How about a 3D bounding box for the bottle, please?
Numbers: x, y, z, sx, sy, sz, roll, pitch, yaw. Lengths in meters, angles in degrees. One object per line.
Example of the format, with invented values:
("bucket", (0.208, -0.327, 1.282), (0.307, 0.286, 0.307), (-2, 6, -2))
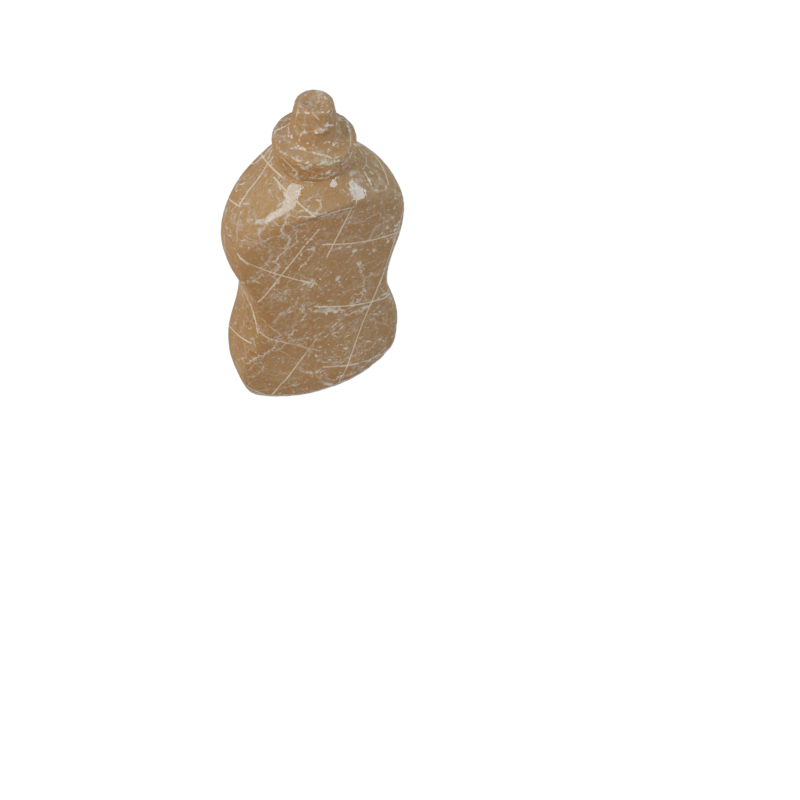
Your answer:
("bottle", (-0.045, -0.083, 0.584), (0.095, 0.063, 0.179), (-17, -36, -17))
